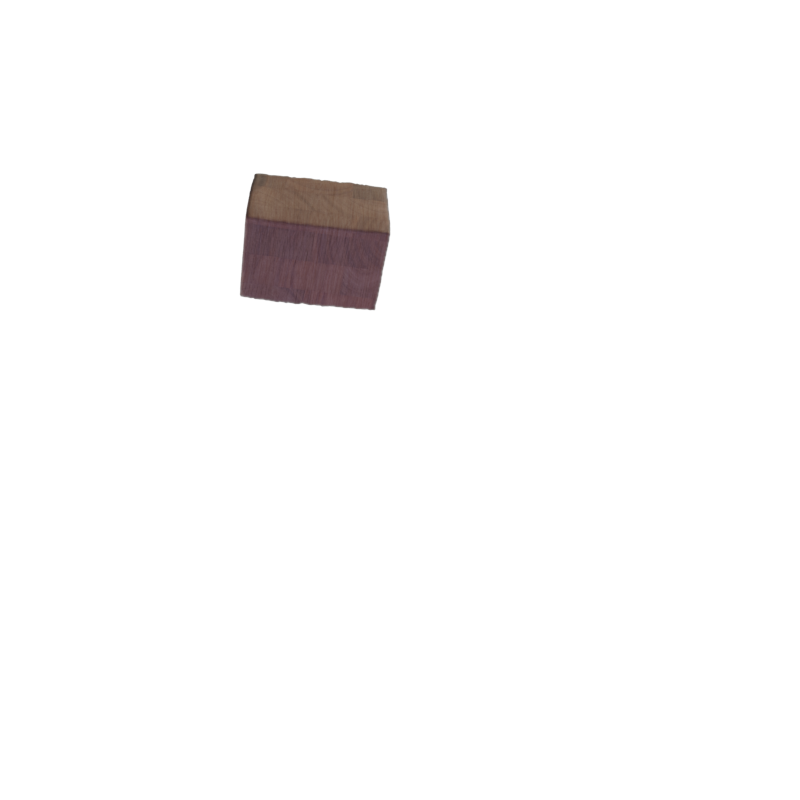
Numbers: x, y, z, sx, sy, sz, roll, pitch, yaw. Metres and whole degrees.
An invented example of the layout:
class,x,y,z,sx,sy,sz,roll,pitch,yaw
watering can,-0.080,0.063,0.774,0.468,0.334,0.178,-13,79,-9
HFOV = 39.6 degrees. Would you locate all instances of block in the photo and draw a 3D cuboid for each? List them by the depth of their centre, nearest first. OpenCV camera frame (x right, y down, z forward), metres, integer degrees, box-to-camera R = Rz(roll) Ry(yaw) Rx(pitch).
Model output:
class,x,y,z,sx,sy,sz,roll,pitch,yaw
block,-0.048,-0.088,0.613,0.077,0.050,0.055,6,35,-6
